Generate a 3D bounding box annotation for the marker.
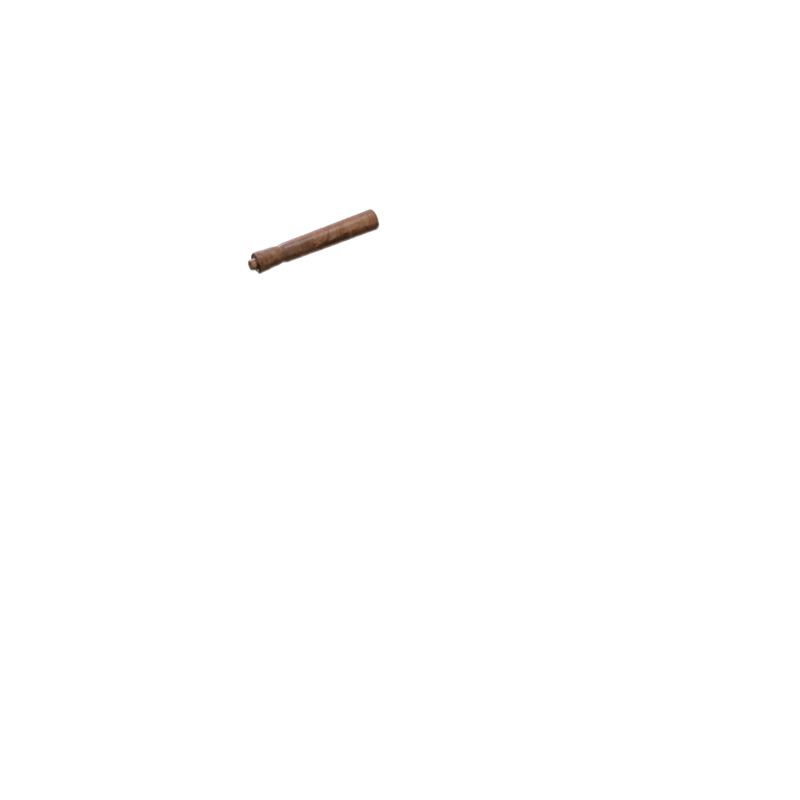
[{"bbox_3d":[-0.074,-0.135,0.942,0.120,0.019,0.020,-24,13,-21],"label":"marker"}]
